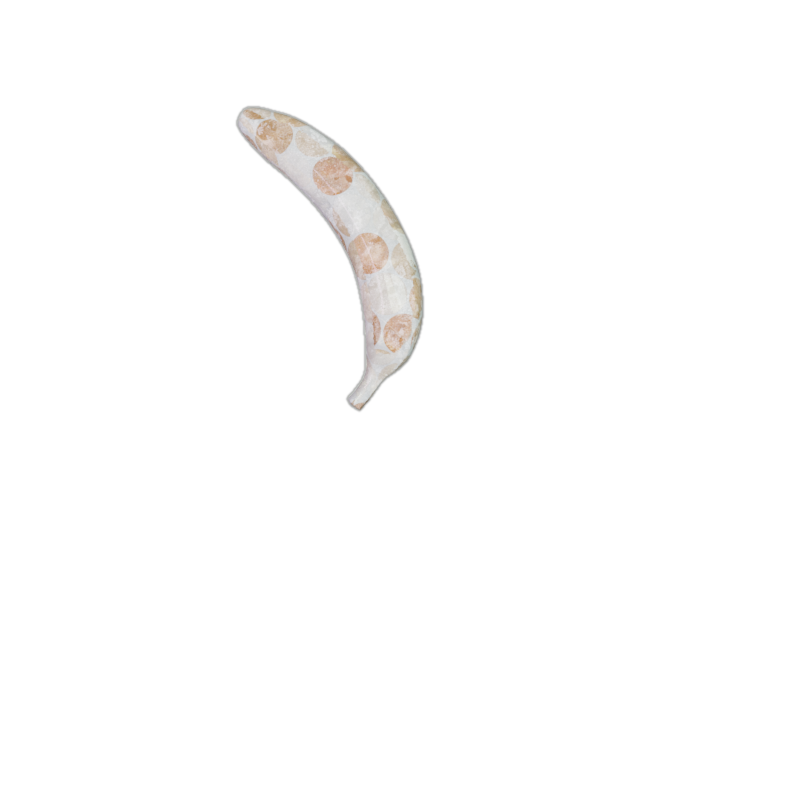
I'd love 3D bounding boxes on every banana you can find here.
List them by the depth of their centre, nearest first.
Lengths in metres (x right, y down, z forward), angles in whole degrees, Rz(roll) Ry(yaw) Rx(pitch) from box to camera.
[{"bbox_3d":[-0.033,-0.098,0.665,0.069,0.205,0.036,-21,-12,-5],"label":"banana"}]
